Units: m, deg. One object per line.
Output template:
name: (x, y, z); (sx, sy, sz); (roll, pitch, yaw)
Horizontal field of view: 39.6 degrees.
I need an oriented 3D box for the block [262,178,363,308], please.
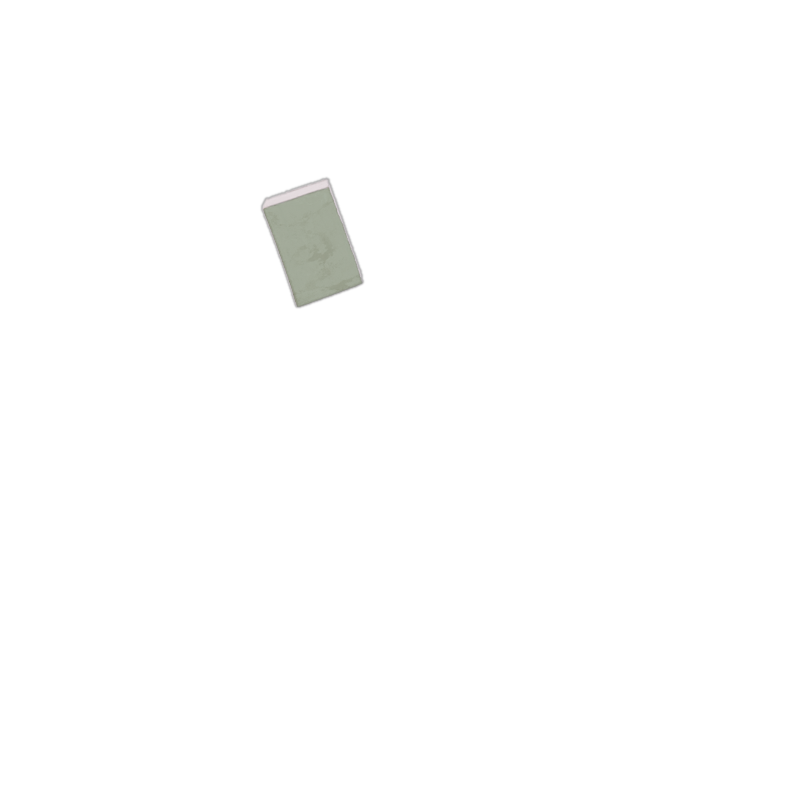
block: (-0.064, -0.116, 0.814); (0.053, 0.076, 0.053); (-18, 11, 2)
